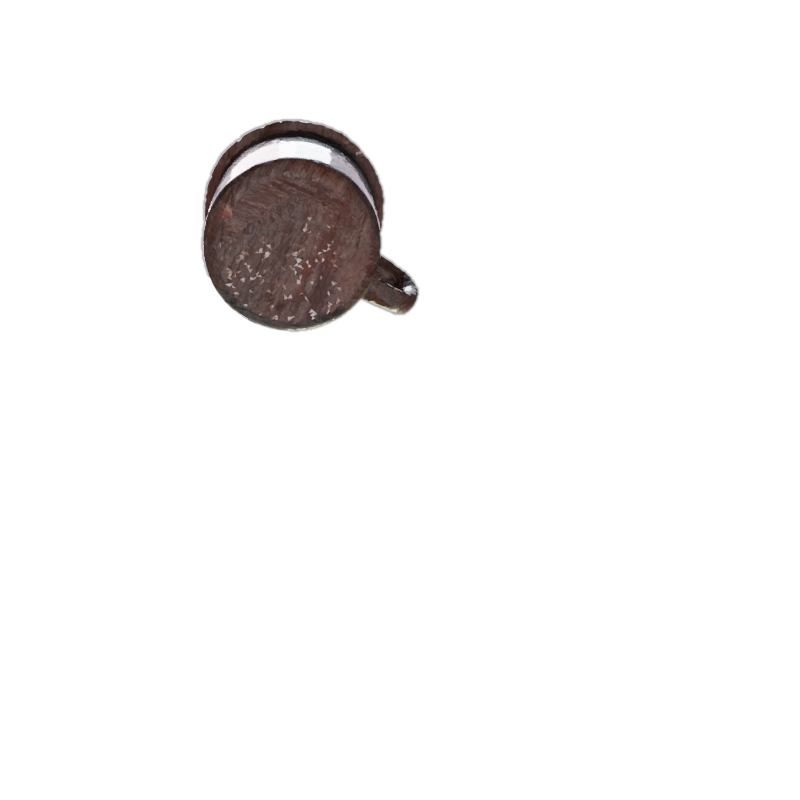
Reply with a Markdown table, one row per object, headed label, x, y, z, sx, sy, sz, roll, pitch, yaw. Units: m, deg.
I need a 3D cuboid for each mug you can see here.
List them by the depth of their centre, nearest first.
| label | x | y | z | sx | sy | sz | roll | pitch | yaw |
| --- | --- | --- | --- | --- | --- | --- | --- | --- | --- |
| mug | -0.042 | -0.077 | 0.536 | 0.114 | 0.092 | 0.085 | 34 | 14 | -11 |
